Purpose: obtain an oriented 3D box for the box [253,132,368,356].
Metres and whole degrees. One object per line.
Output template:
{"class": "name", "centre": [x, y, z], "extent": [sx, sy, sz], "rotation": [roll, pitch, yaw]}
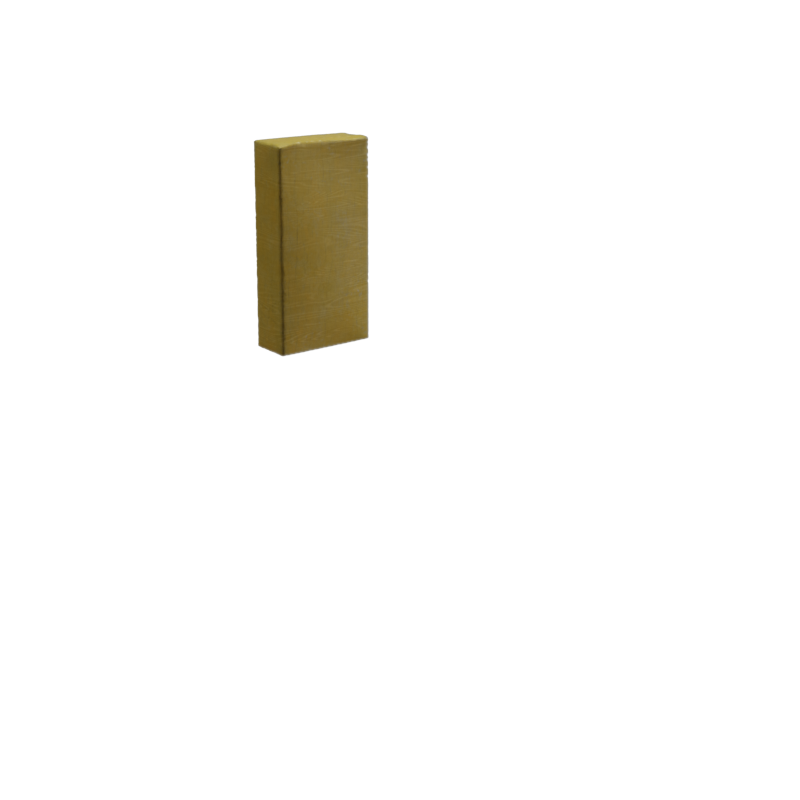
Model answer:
{"class": "box", "centre": [-0.073, -0.133, 0.931], "extent": [0.091, 0.170, 0.051], "rotation": [-11, 19, -36]}
